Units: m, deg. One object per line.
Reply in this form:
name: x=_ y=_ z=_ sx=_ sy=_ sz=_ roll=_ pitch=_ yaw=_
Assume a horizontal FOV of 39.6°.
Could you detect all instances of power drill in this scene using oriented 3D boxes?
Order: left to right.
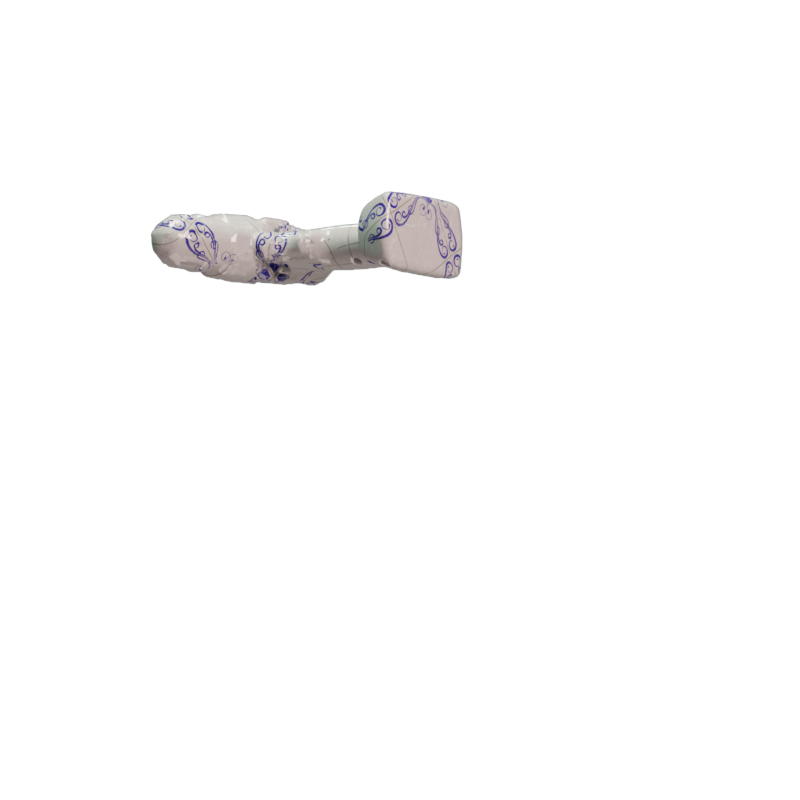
power drill: x=-0.064 y=-0.117 z=0.819 sx=0.195 sy=0.058 sz=0.177 roll=2 pitch=3 yaw=37
